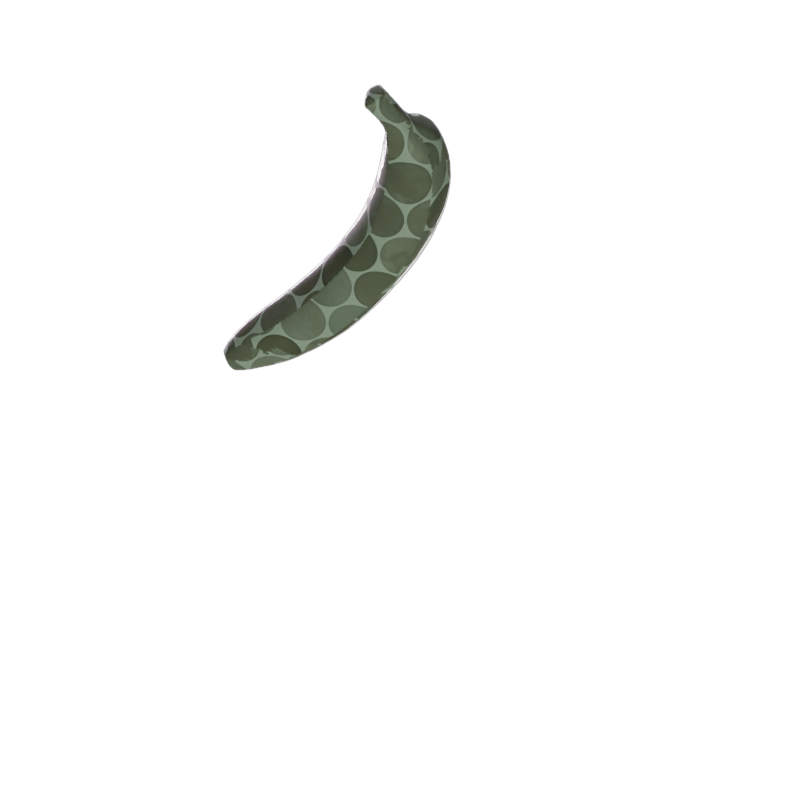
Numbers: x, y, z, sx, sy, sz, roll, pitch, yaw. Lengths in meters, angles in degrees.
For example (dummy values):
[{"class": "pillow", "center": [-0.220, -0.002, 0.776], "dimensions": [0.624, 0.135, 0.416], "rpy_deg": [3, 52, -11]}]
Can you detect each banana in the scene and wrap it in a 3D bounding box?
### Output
[{"class": "banana", "center": [-0.025, -0.077, 0.561], "dimensions": [0.067, 0.039, 0.190], "rpy_deg": [19, -49, -19]}]
